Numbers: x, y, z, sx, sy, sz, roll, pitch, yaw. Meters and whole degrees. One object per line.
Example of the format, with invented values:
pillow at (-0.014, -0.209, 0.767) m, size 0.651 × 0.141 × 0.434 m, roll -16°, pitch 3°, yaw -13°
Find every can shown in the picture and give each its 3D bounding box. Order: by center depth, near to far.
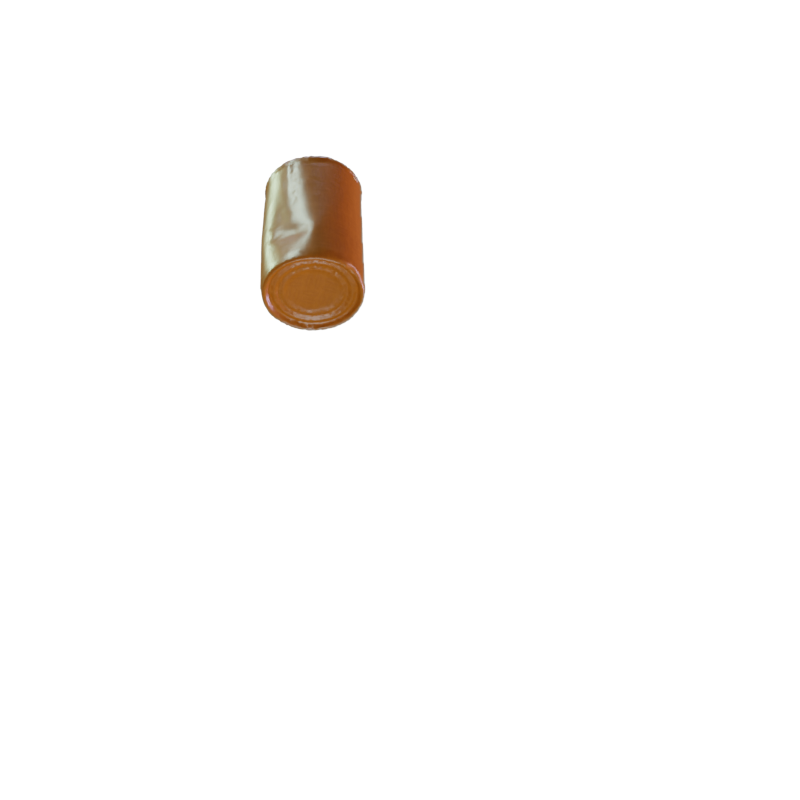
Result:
can at (-0.058, -0.105, 0.736) m, size 0.068 × 0.110 × 0.064 m, roll -1°, pitch -45°, yaw -3°
